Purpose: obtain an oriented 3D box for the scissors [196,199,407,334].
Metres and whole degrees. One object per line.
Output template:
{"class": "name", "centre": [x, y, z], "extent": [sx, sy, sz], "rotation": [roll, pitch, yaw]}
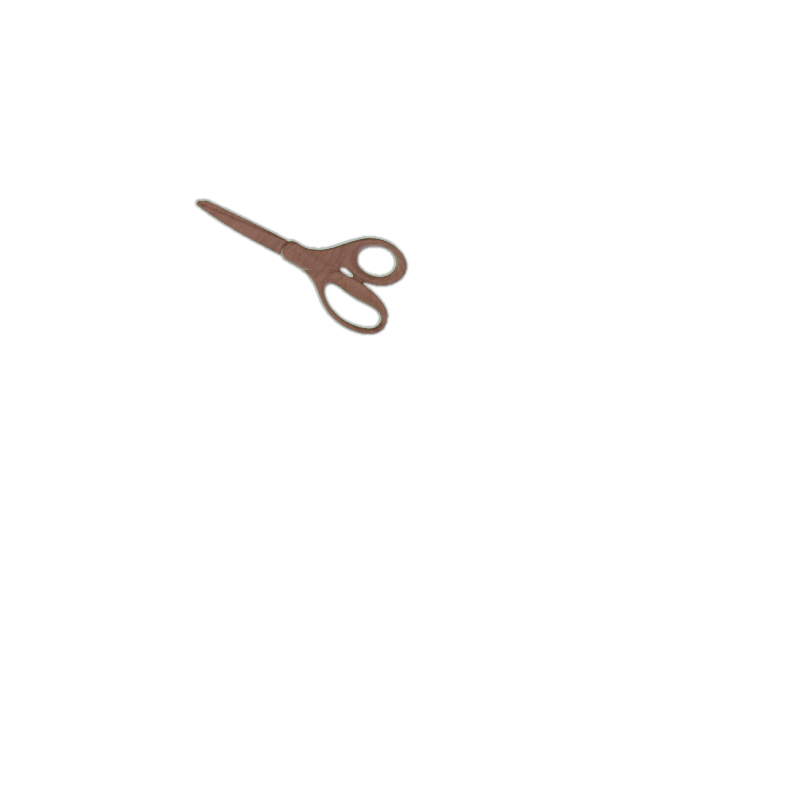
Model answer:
{"class": "scissors", "centre": [-0.078, -0.142, 0.997], "extent": [0.199, 0.096, 0.016], "rotation": [43, 4, -4]}
